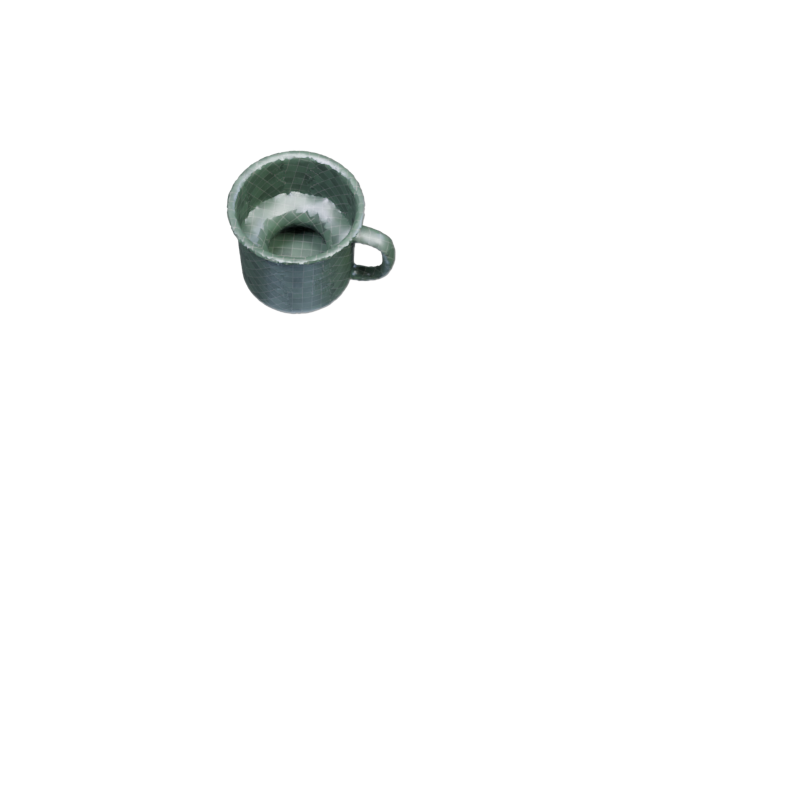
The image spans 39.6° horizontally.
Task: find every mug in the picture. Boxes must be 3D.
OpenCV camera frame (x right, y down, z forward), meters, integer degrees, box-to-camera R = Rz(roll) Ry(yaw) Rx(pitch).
[{"bbox_3d":[-0.061,-0.110,0.773,0.119,0.098,0.076,12,-29,6],"label":"mug"}]
